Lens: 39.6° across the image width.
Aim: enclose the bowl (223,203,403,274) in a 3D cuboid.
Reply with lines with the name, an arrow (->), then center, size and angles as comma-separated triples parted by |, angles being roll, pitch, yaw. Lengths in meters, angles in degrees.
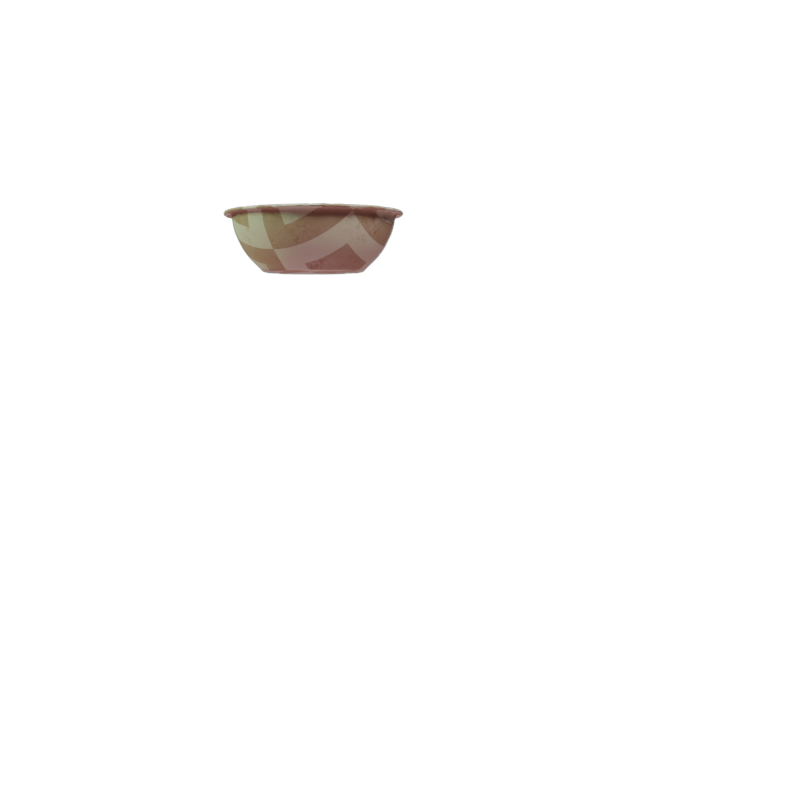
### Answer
bowl -> -0.078, -0.142, 0.995 | 0.162, 0.055, 0.162 | 0, 3, -2
